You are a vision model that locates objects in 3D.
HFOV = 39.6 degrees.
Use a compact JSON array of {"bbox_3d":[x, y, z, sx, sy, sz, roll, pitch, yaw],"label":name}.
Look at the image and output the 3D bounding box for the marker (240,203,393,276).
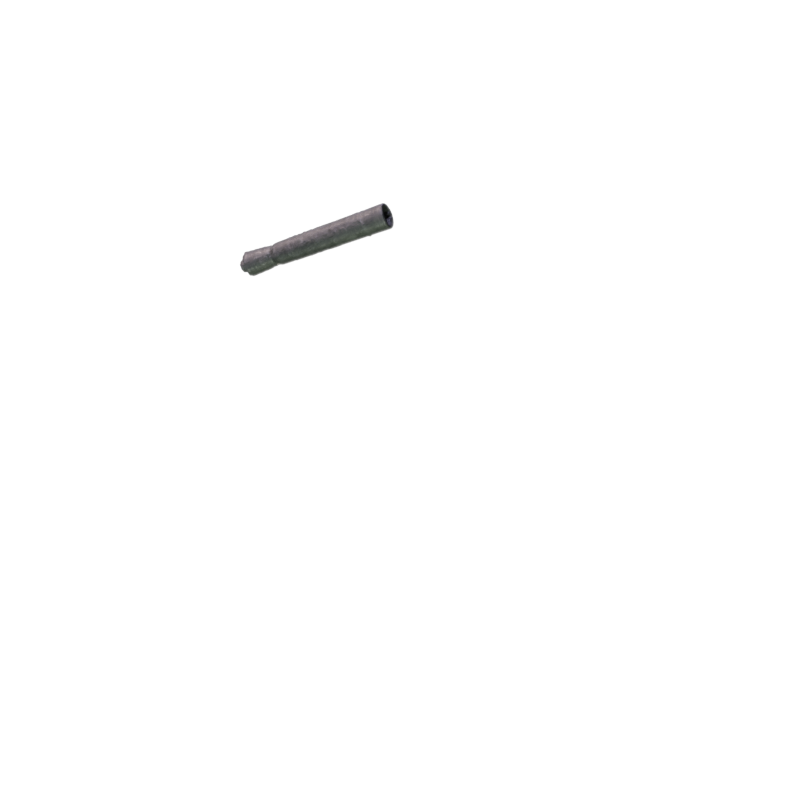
[{"bbox_3d":[-0.062,-0.113,0.794,0.122,0.020,0.019,-15,-3,25],"label":"marker"}]
